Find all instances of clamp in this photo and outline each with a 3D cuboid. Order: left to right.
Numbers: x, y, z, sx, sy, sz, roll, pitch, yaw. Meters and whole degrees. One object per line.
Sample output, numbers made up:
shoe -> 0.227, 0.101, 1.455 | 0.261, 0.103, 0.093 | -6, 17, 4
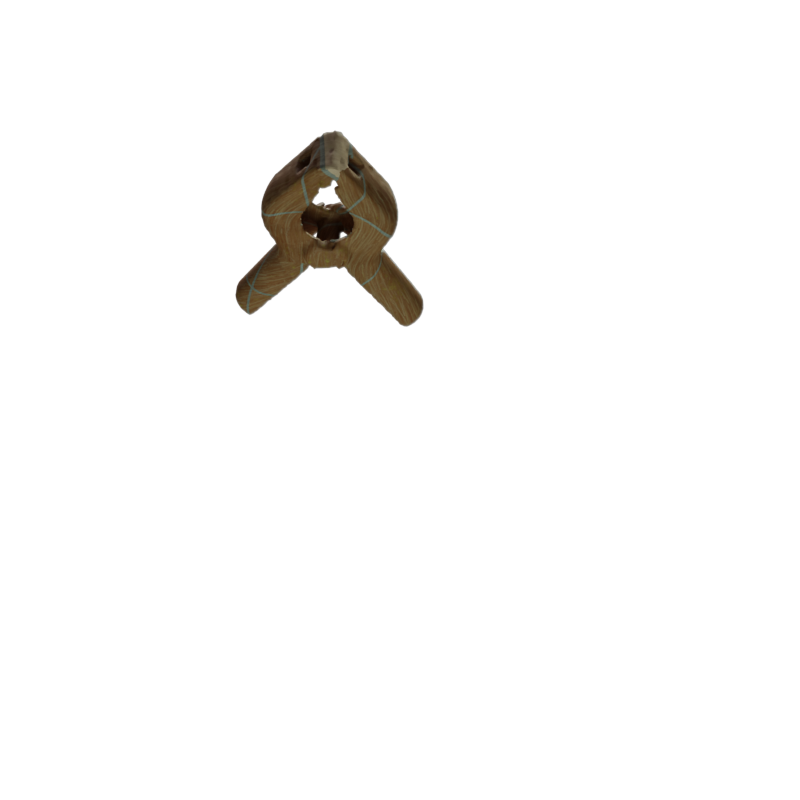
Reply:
clamp -> -0.052, -0.095, 0.665 | 0.121, 0.042, 0.159 | -4, -33, 6
